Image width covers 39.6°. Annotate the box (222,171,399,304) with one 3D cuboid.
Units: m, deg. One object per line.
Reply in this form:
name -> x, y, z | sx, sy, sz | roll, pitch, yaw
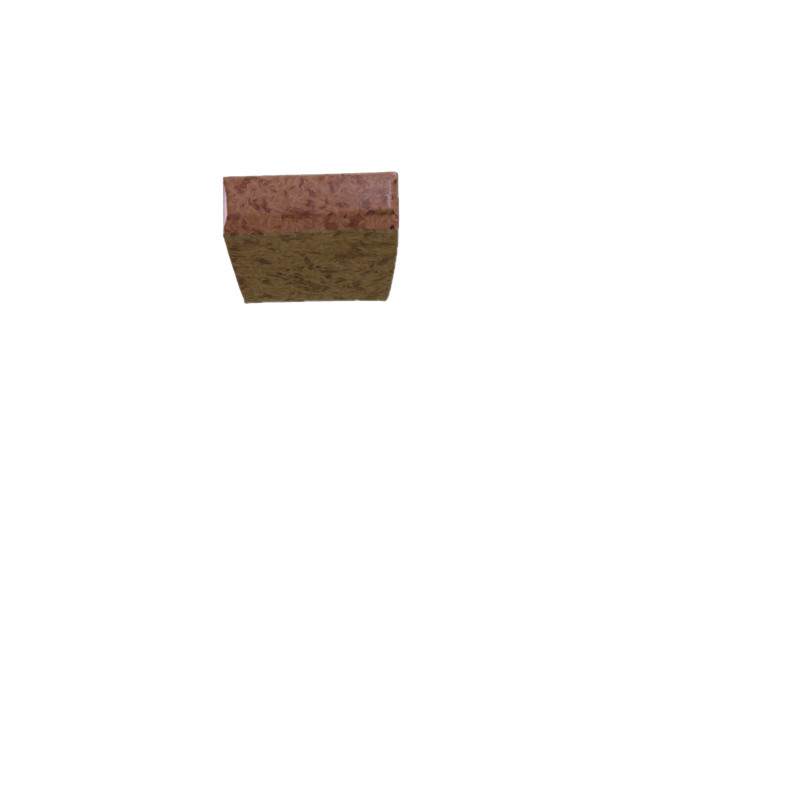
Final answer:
box -> -0.047, -0.086, 0.605 | 0.090, 0.041, 0.108 | 0, -16, -1
